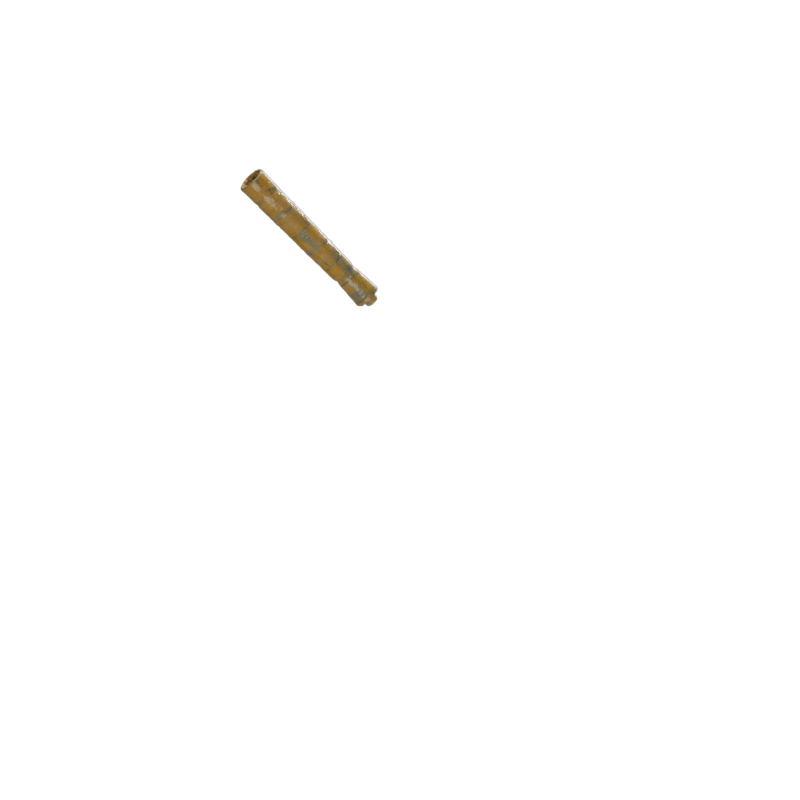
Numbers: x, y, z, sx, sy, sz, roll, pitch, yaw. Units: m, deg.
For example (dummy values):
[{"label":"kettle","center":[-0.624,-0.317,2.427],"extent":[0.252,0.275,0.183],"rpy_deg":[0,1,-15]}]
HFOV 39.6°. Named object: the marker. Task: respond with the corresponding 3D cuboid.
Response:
[{"label":"marker","center":[-0.057,-0.104,0.728],"extent":[0.115,0.020,0.020],"rpy_deg":[44,-17,-21]}]
